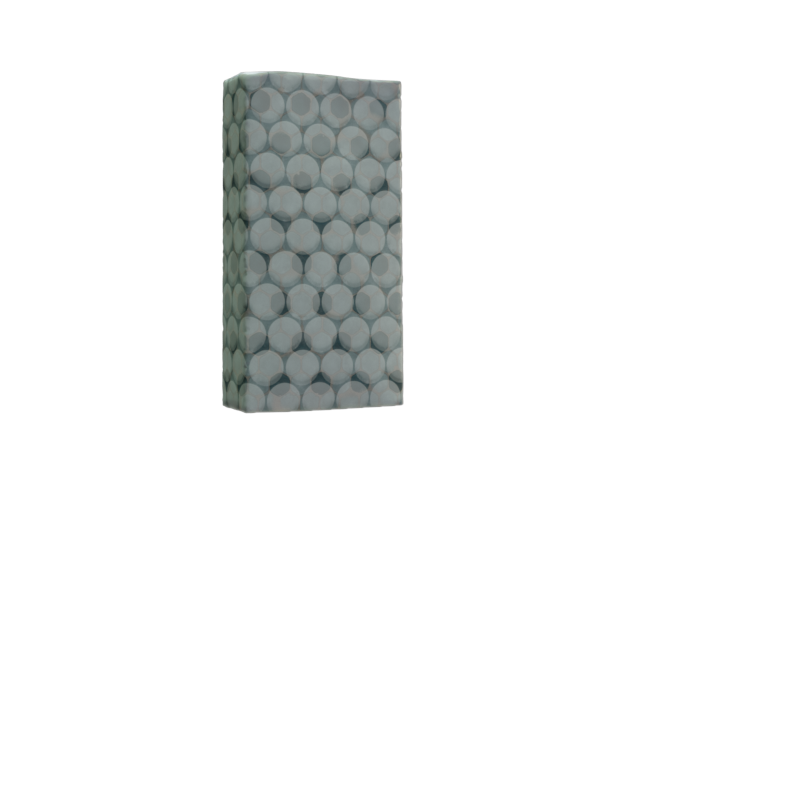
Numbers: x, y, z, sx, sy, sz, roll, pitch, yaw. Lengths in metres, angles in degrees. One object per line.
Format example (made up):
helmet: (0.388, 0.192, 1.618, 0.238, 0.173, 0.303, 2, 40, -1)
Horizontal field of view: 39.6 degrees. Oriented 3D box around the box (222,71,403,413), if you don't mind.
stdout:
box: (-0.047, -0.085, 0.594, 0.091, 0.176, 0.049, -1, 1, -24)
